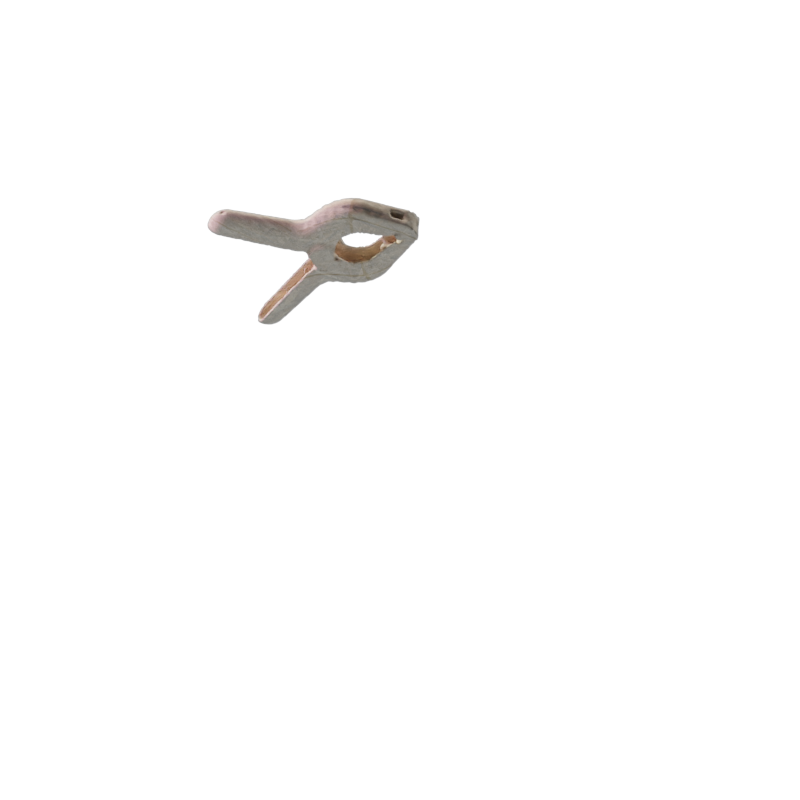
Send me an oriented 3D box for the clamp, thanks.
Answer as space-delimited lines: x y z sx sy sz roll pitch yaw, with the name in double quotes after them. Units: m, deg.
-0.072 -0.132 0.921 0.172 0.042 0.111 -21 -49 19 "clamp"
